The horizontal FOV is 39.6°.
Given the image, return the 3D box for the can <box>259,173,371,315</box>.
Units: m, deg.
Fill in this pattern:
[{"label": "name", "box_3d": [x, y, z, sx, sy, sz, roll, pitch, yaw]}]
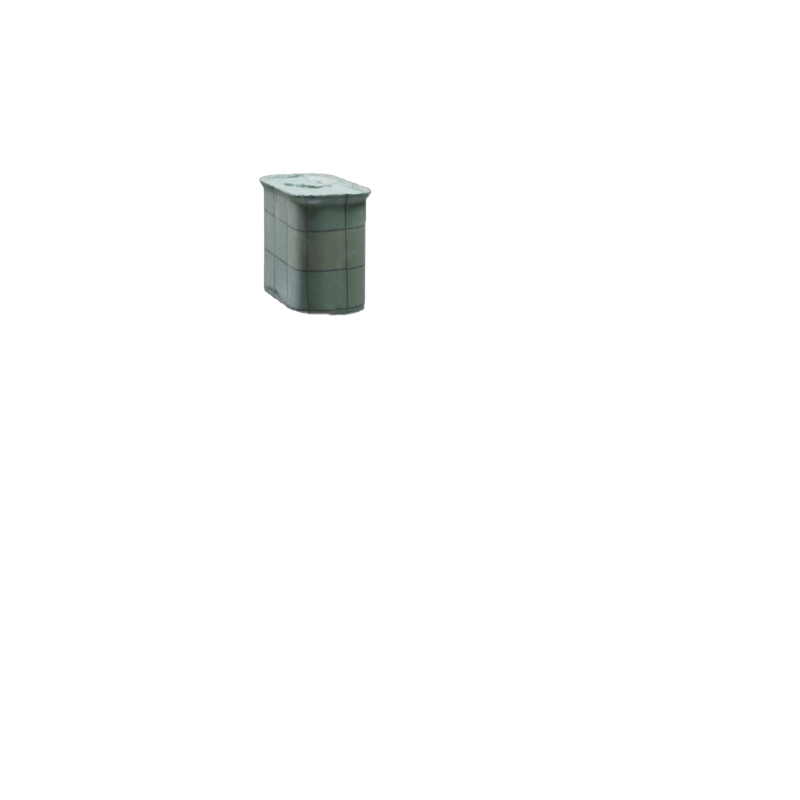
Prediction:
[{"label": "can", "box_3d": [-0.061, -0.111, 0.777, 0.056, 0.081, 0.108, -5, 17, -22]}]
